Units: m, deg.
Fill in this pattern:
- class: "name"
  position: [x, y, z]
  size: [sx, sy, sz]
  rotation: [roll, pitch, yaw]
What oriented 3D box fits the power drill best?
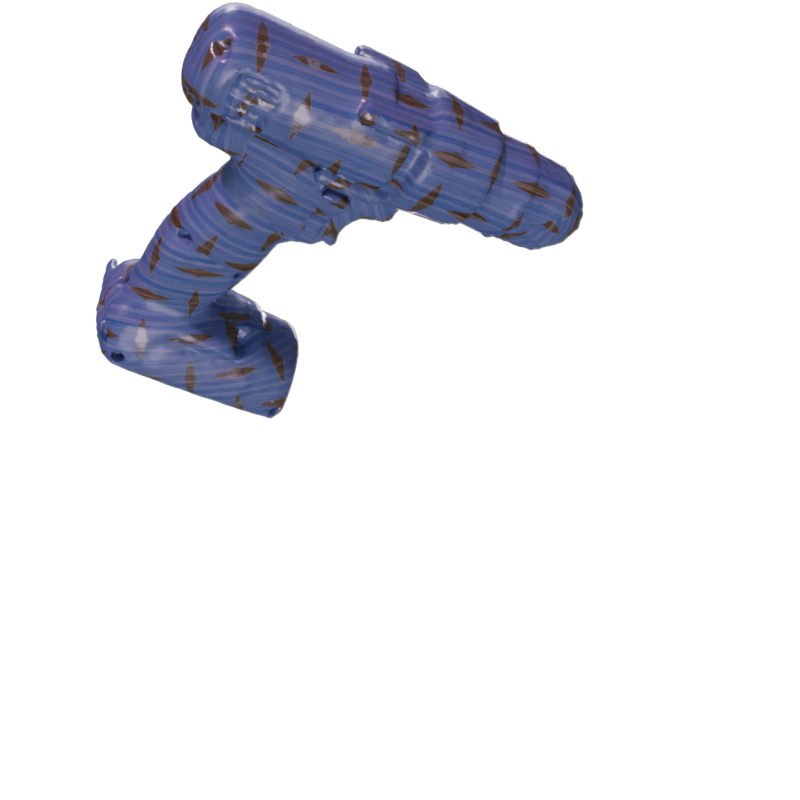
- class: "power drill"
  position: [-0.039, -0.070, 0.494]
  size: [0.177, 0.062, 0.182]
  rotation: [24, -50, -22]
